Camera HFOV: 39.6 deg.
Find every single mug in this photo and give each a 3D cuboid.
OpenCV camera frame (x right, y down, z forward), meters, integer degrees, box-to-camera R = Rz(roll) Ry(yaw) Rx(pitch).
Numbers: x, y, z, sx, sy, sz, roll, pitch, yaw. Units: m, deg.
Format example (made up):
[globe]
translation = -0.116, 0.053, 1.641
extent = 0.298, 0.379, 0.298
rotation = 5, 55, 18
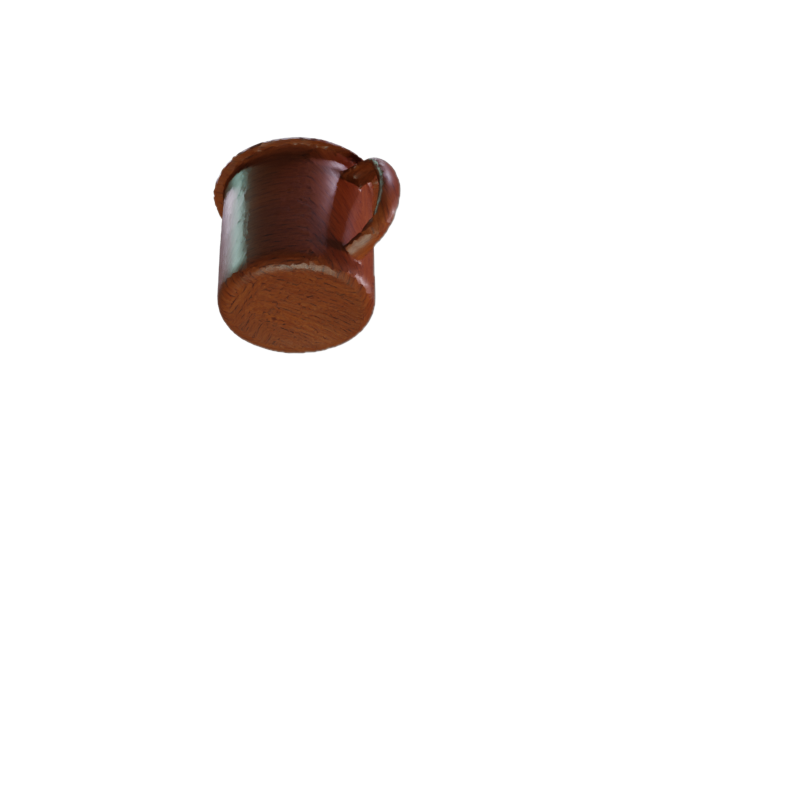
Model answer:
[mug]
translation = -0.046, -0.083, 0.584
extent = 0.117, 0.087, 0.087
rotation = -28, -44, 31
